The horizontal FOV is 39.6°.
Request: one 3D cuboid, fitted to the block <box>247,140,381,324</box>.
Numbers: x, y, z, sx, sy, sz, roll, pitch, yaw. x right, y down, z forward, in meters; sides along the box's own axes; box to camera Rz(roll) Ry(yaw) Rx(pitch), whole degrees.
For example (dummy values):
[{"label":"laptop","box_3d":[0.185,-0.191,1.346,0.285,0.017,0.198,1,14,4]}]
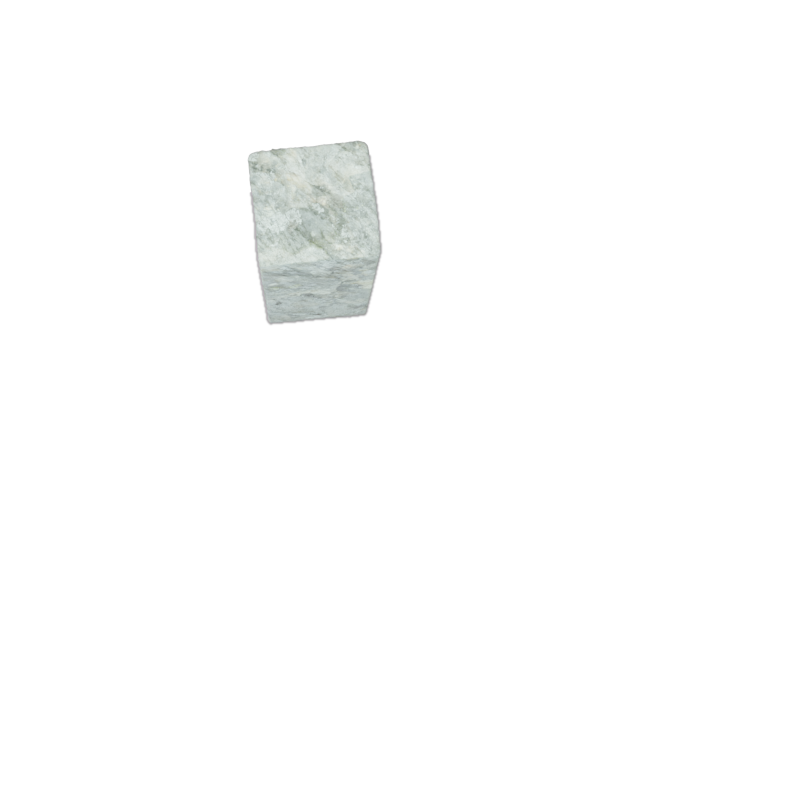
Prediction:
[{"label":"block","box_3d":[-0.070,-0.129,0.896,0.090,0.093,0.201,-6,-8,-5]}]
